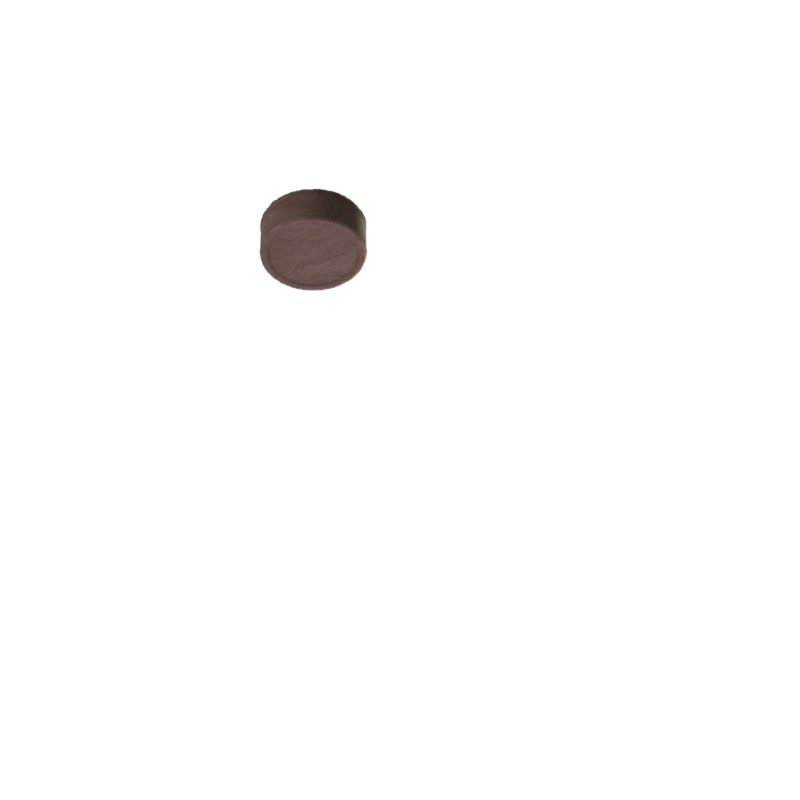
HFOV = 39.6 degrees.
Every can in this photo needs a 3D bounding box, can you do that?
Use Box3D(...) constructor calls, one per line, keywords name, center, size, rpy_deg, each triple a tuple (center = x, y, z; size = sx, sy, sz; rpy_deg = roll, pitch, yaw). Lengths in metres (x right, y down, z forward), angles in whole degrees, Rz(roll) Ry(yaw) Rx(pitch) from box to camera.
Box3D(name="can", center=(-0.069, -0.126, 0.880), size=(0.086, 0.036, 0.080), rpy_deg=(1, -39, -2))
